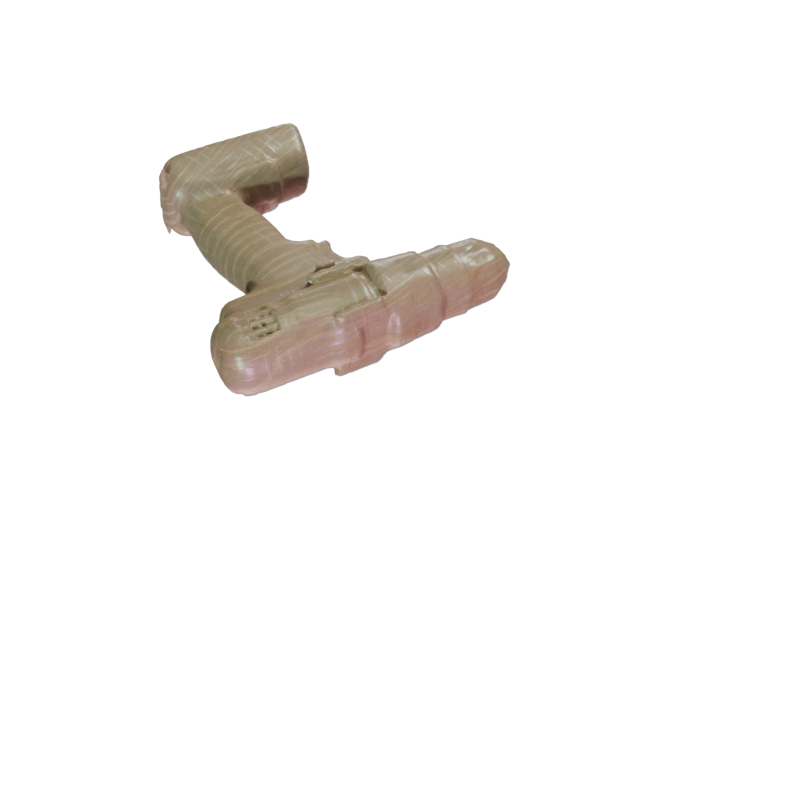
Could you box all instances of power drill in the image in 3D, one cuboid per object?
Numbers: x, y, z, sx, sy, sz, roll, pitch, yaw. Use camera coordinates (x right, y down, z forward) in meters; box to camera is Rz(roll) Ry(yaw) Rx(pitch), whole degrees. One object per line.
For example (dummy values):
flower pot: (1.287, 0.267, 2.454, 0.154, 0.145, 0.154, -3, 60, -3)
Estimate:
power drill: (-0.053, -0.097, 0.676, 0.183, 0.053, 0.203, -20, 46, -21)
